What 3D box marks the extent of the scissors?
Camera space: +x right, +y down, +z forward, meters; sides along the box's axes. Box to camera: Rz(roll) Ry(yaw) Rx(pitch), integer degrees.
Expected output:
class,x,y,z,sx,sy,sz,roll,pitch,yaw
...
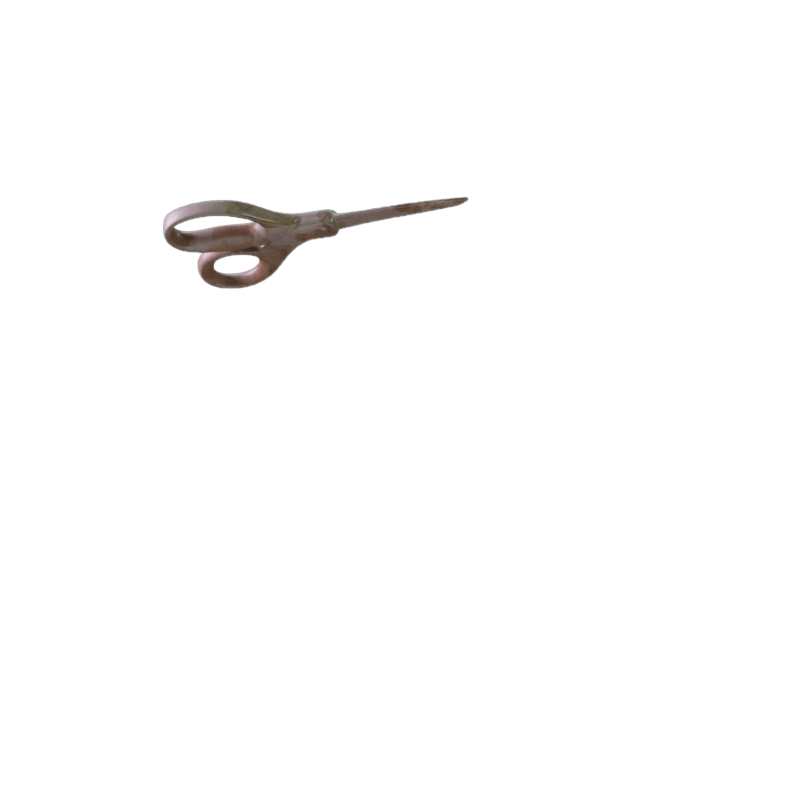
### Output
class,x,y,z,sx,sy,sz,roll,pitch,yaw
scissors,-0.059,-0.108,0.755,0.201,0.017,0.090,0,-32,-1
